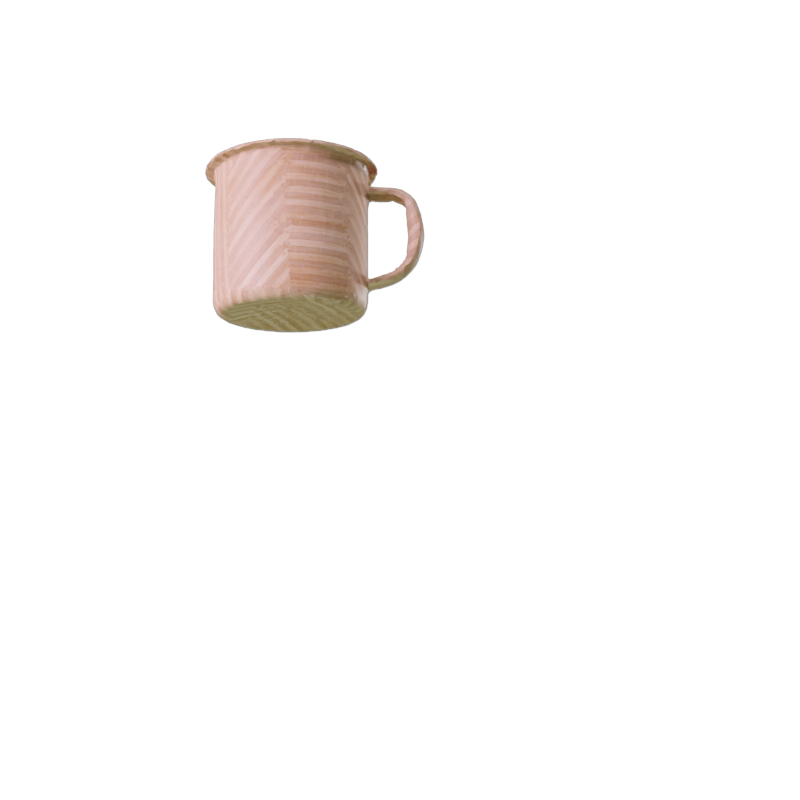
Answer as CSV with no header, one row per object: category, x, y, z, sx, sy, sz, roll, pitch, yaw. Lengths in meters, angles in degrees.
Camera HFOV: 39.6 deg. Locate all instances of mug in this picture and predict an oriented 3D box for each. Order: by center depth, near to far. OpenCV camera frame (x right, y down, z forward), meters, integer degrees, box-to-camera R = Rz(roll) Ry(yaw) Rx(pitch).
mug,-0.046,-0.084,0.587,0.118,0.085,0.089,-1,-14,4
